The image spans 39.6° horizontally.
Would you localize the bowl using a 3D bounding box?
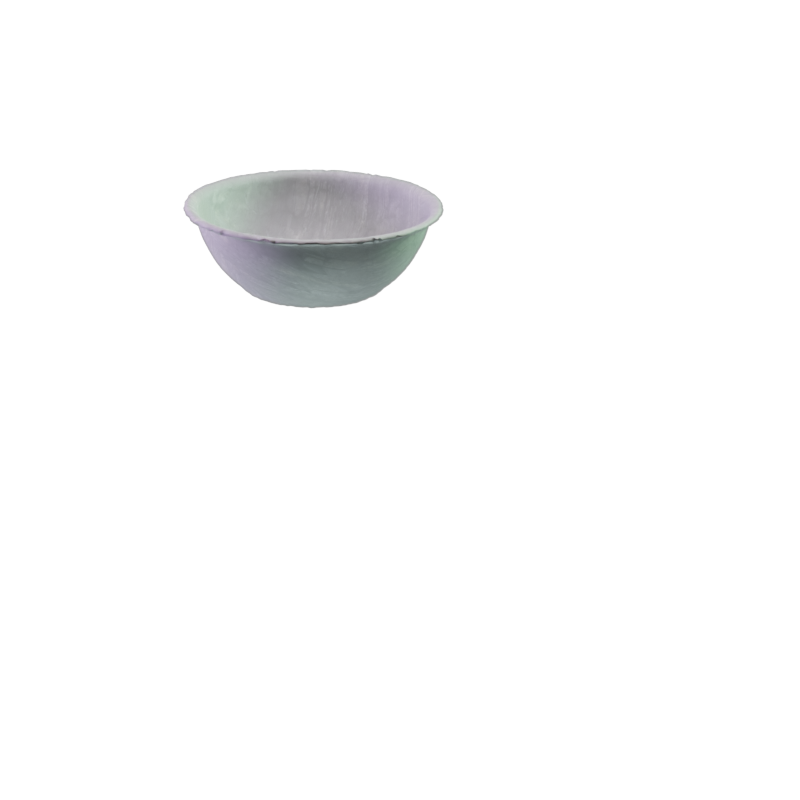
[{"bbox_3d":[-0.055,-0.100,0.698,0.162,0.052,0.170,-1,24,-2],"label":"bowl"}]
